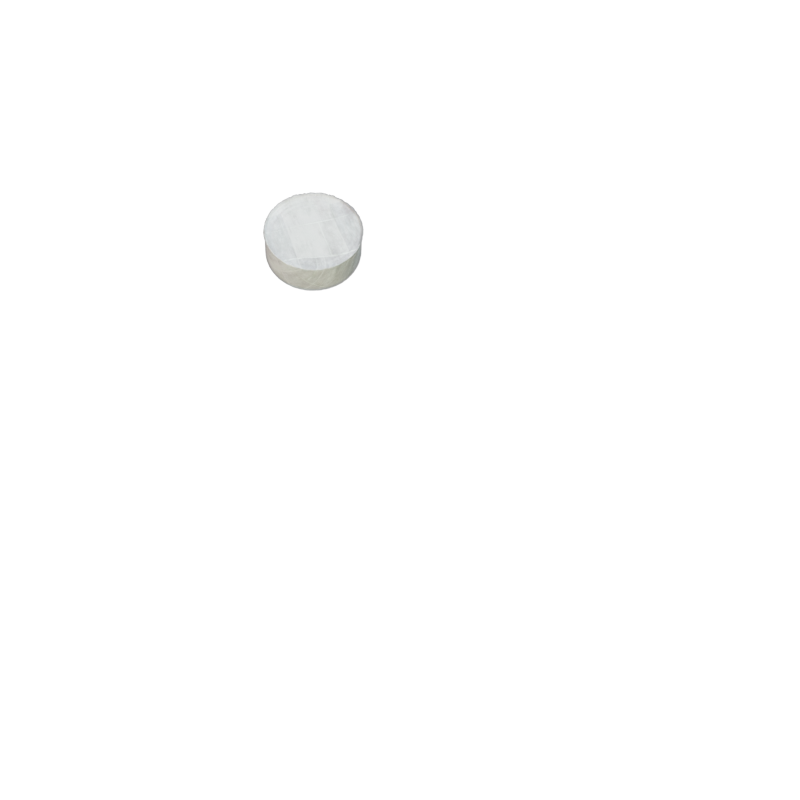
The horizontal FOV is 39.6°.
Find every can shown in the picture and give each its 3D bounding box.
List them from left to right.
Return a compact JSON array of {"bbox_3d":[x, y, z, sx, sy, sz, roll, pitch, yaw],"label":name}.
[{"bbox_3d":[-0.075,-0.138,0.964,0.086,0.092,0.031,-1,-35,-1],"label":"can"}]
